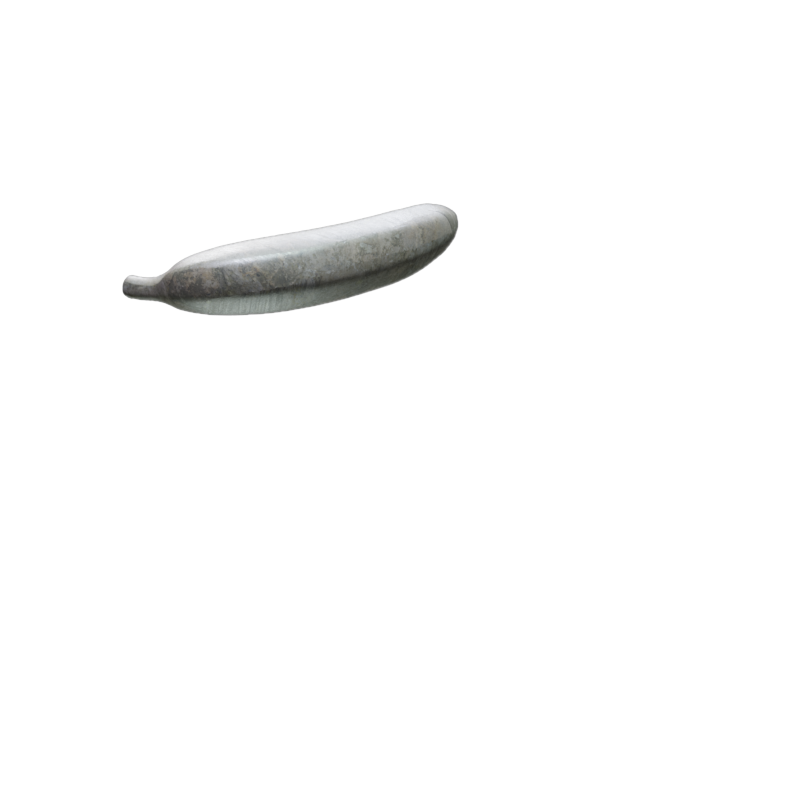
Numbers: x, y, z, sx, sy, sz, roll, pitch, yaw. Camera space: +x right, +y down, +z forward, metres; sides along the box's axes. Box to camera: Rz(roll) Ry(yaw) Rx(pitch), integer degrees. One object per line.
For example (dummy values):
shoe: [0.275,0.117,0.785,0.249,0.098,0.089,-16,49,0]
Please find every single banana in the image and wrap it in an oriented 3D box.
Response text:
banana: [-0.040,-0.076,0.574,0.194,0.035,0.075,-14,29,-26]
